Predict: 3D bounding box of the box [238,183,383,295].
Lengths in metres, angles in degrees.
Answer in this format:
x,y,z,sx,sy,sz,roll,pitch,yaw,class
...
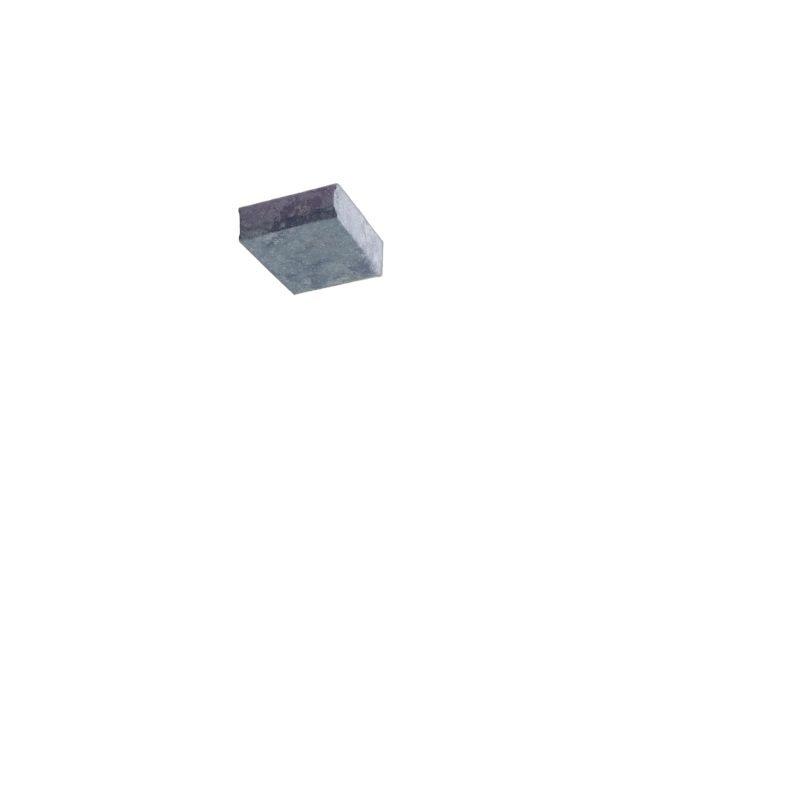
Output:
x,y,z,sx,sy,sz,roll,pitch,yaw,class
-0.073,-0.134,0.936,0.091,0.041,0.105,-10,-26,19,box
